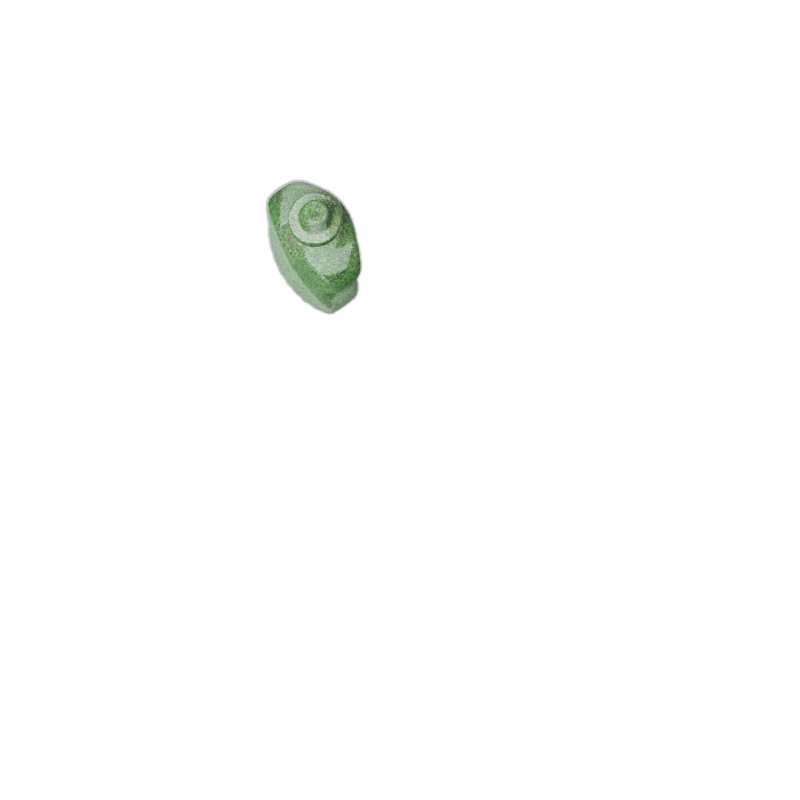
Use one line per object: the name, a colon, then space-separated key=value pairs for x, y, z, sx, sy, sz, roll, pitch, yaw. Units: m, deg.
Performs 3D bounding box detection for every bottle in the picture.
bottle: x=-0.071 y=-0.131 z=0.913 sx=0.058 sy=0.098 sz=0.188 roll=-34 pitch=-4 yaw=-7
